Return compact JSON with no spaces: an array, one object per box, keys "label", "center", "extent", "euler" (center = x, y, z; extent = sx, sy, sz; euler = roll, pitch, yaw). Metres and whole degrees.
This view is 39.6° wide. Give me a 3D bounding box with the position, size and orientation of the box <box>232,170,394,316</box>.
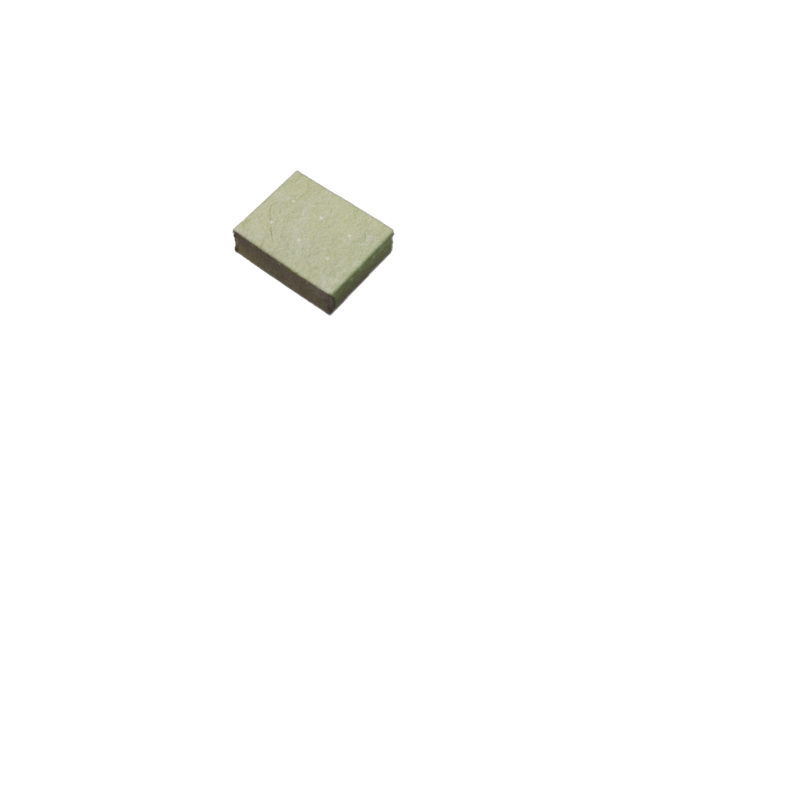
[{"label":"box","center":[-0.076,-0.139,0.972],"extent":[0.119,0.092,0.036],"euler":[32,-30,21]}]
